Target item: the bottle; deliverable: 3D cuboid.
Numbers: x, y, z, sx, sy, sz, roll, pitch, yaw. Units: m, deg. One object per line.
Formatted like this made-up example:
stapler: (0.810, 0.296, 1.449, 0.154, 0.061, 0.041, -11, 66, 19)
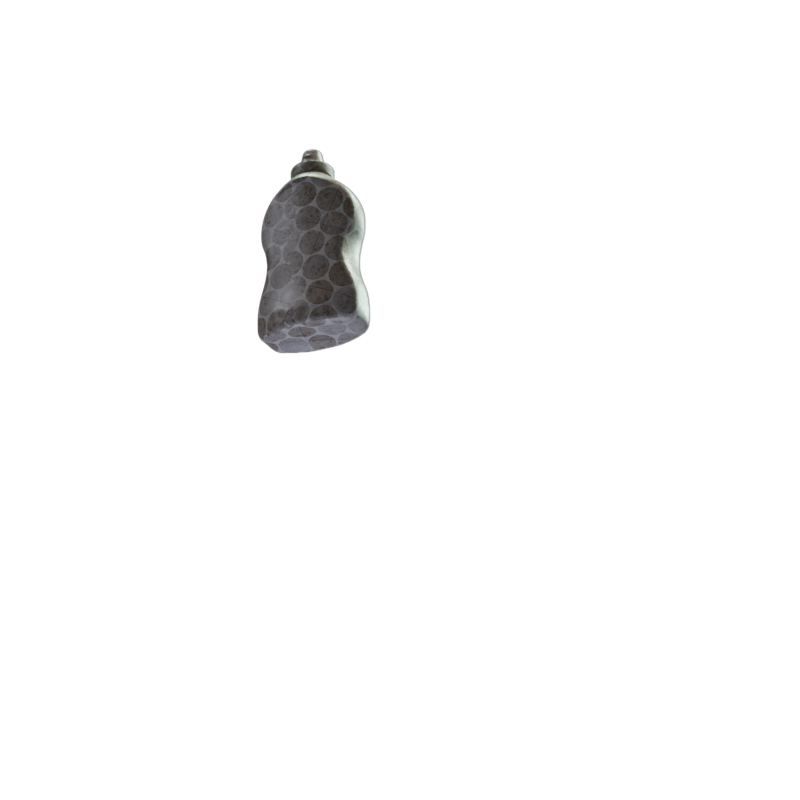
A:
bottle: (-0.077, -0.141, 0.986, 0.097, 0.204, 0.054, -15, -32, 22)
